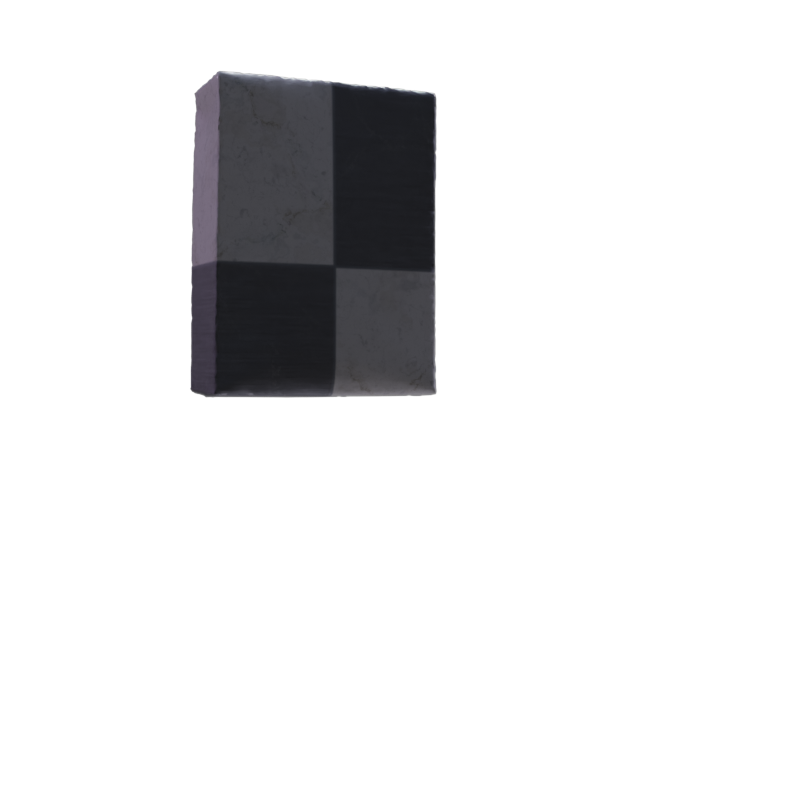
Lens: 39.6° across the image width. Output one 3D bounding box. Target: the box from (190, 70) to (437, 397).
[{"bbox_3d":[-0.060,-0.110,0.771,0.159,0.217,0.073,1,-5,-24],"label":"box"}]
